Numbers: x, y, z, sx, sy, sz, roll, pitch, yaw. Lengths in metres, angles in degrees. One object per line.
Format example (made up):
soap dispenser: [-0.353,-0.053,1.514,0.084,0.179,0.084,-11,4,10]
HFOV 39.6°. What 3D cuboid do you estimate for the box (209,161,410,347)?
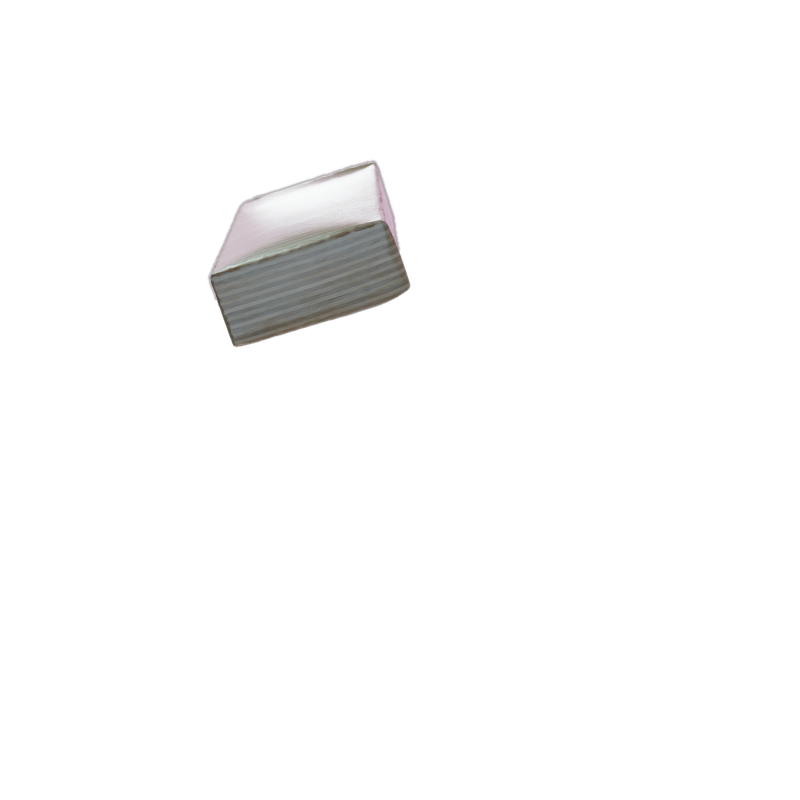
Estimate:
box: [-0.049,-0.089,0.619,0.093,0.046,0.184,-17,23,3]
